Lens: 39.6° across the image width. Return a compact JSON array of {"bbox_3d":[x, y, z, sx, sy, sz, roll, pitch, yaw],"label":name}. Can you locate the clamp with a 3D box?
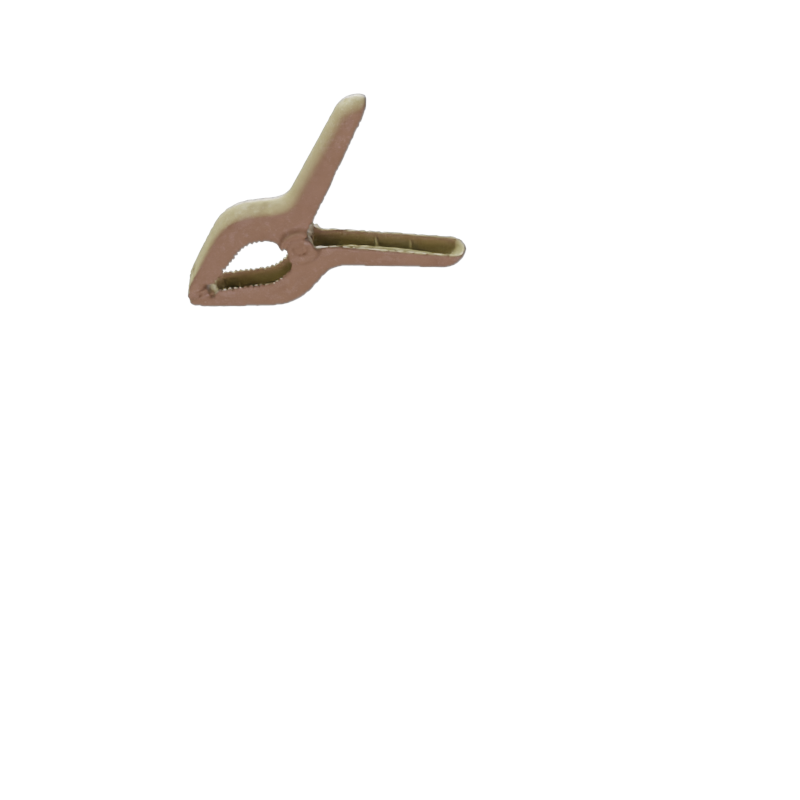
[{"bbox_3d":[-0.066,-0.120,0.839,0.209,0.039,0.154,-30,-57,22],"label":"clamp"}]
